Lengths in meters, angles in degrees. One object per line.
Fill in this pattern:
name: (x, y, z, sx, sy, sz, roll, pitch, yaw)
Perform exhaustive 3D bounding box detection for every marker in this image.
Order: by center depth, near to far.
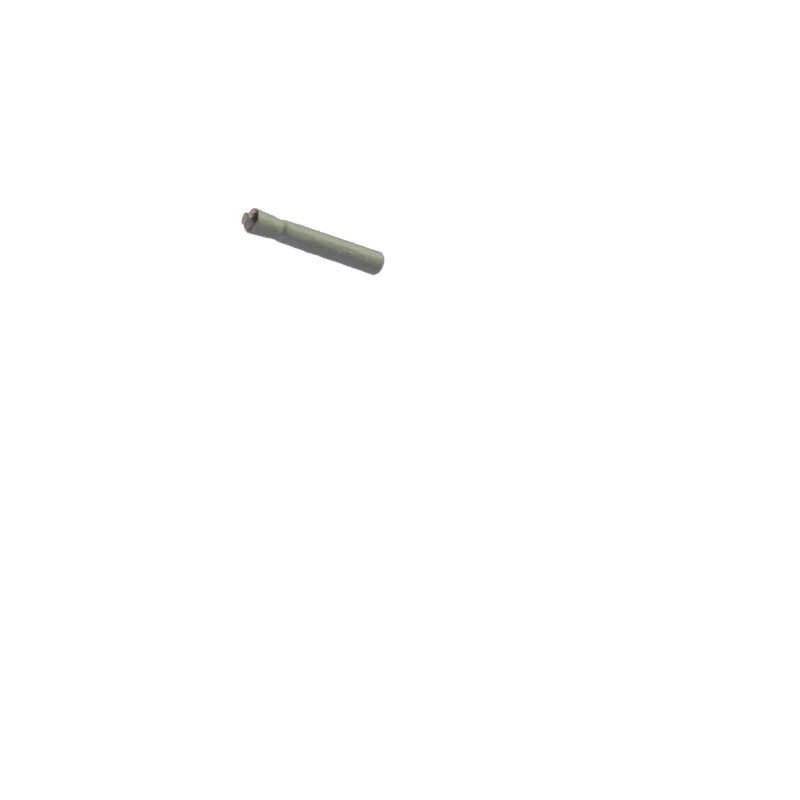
marker: (-0.064, -0.116, 0.815, 0.115, 0.020, 0.020, 15, -5, -33)
